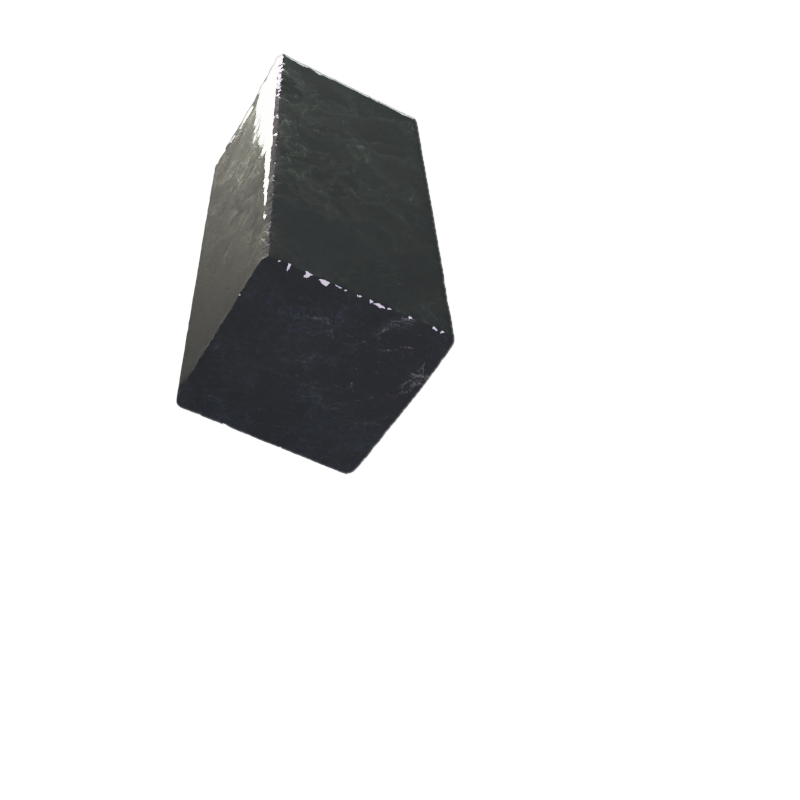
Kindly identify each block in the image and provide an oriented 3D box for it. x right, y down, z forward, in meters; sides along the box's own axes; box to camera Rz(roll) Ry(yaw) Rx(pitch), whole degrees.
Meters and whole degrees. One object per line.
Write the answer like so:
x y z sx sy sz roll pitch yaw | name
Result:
-0.043 -0.078 0.550 0.087 0.087 0.221 23 32 -20 | block
